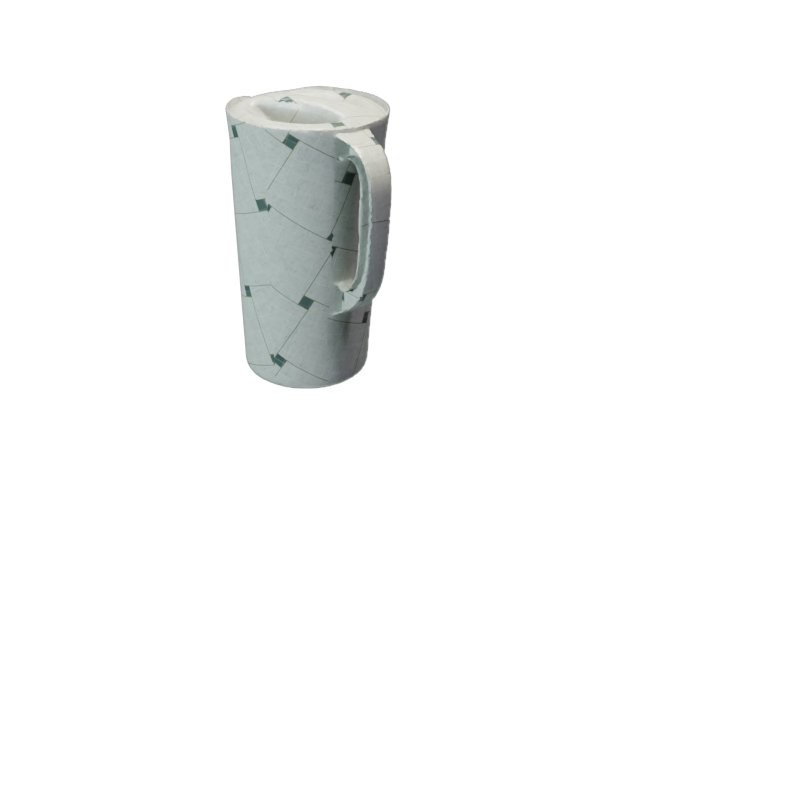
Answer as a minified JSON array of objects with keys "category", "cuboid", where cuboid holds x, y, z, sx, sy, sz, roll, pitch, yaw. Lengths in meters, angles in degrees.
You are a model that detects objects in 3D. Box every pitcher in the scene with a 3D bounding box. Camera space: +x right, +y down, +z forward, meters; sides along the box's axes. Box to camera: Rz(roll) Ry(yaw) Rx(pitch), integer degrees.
[{"category":"pitcher","cuboid":[-0.073,-0.133,0.928,0.147,0.231,0.155,5,25,8]}]
